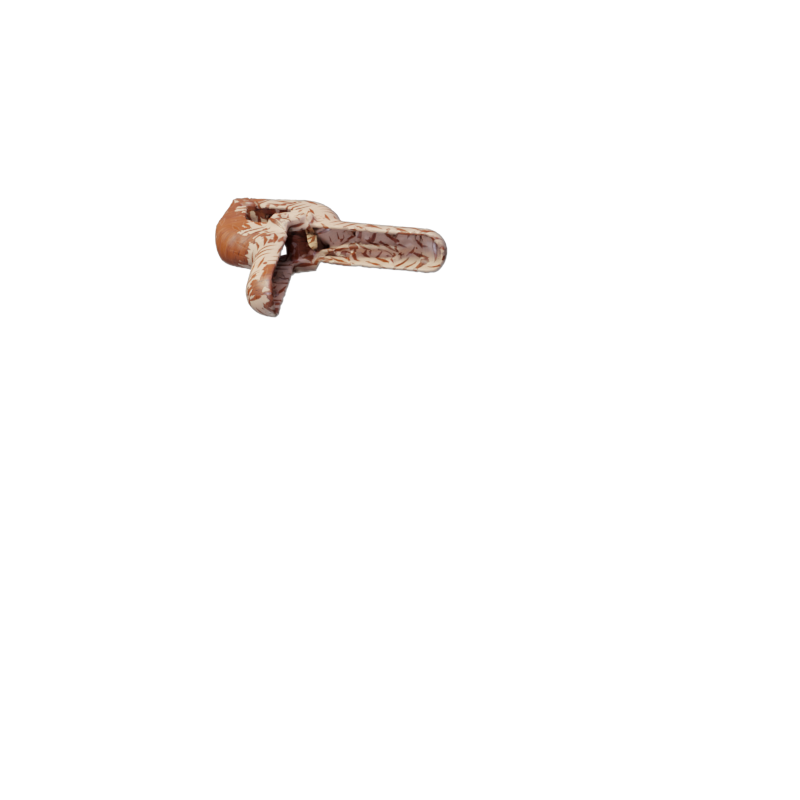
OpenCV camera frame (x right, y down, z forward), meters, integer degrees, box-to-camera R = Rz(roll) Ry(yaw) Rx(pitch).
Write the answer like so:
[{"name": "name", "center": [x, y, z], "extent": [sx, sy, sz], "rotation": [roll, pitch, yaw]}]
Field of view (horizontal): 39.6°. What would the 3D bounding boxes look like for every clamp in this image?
[{"name": "clamp", "center": [-0.052, -0.095, 0.669], "extent": [0.118, 0.037, 0.183], "rotation": [-9, 26, -19]}]
